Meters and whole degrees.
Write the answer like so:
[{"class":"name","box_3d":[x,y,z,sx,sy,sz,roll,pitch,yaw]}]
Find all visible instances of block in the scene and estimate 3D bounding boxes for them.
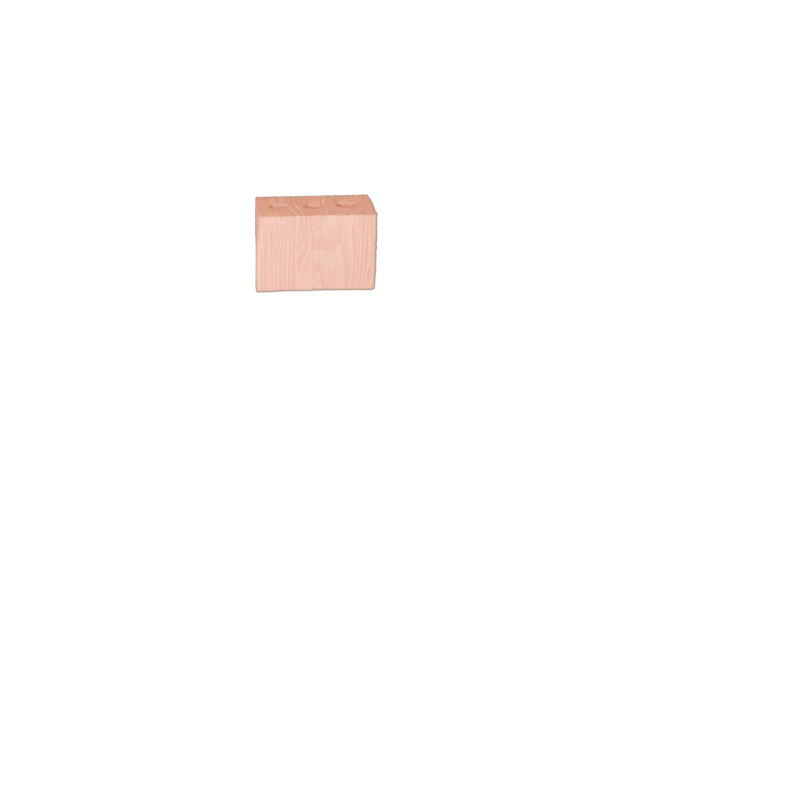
[{"class":"block","box_3d":[-0.057,-0.103,0.724,0.077,0.049,0.056,-2,23,-6]}]
